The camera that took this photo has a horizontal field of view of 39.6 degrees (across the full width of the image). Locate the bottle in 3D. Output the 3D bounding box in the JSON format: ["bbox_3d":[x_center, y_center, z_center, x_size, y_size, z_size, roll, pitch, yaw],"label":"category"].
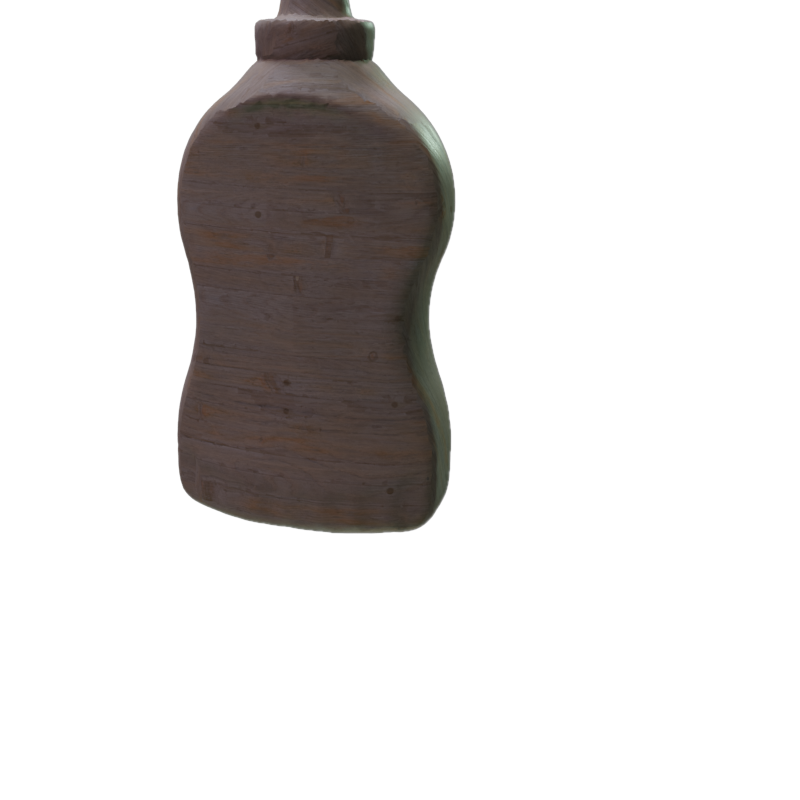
[{"bbox_3d":[-0.030,-0.055,0.386,0.099,0.187,0.058,5,11,19],"label":"bottle"}]
